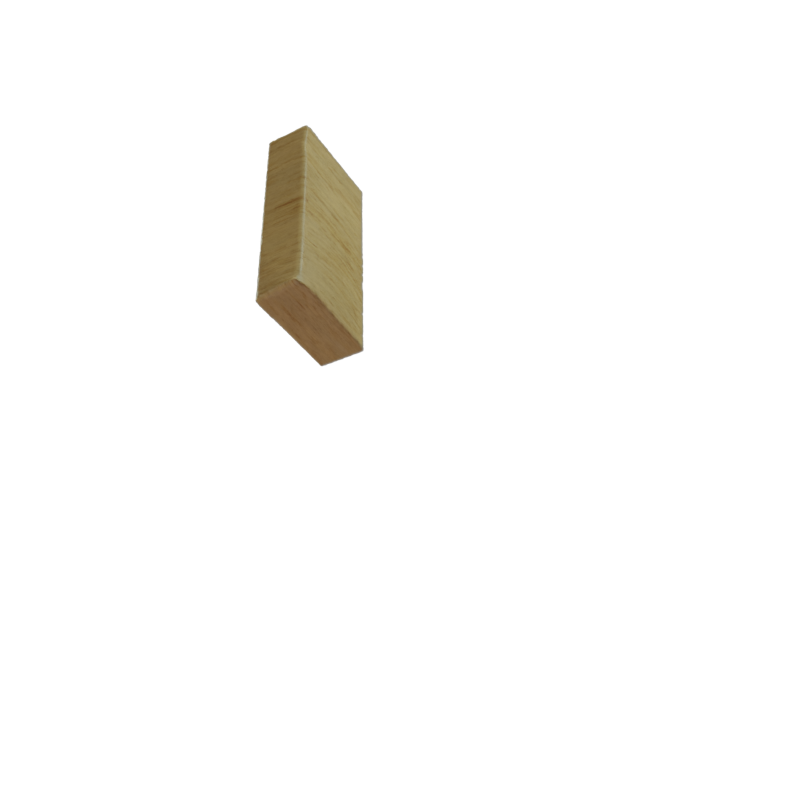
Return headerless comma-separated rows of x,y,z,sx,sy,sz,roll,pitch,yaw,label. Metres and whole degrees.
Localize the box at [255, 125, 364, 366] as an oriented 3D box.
-0.069,-0.125,0.877,0.048,0.189,0.086,-24,-46,21,box
